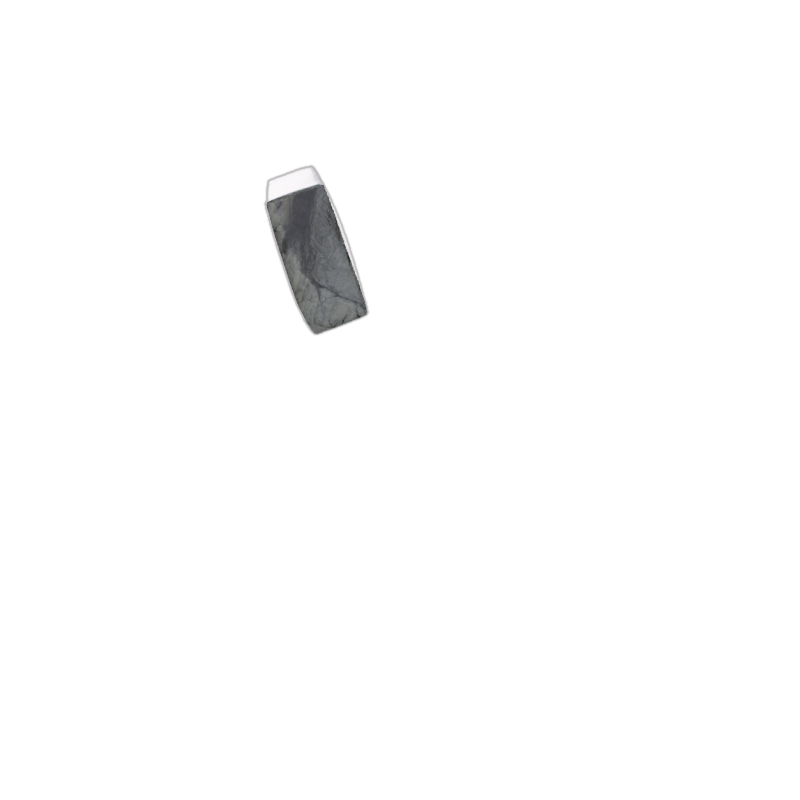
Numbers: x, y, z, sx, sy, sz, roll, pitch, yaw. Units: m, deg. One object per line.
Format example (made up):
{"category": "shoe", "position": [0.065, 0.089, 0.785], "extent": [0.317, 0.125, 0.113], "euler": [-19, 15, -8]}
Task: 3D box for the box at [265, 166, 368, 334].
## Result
{"category": "box", "position": [-0.061, -0.113, 0.787], "extent": [0.048, 0.090, 0.182], "euler": [-18, 15, 1]}
